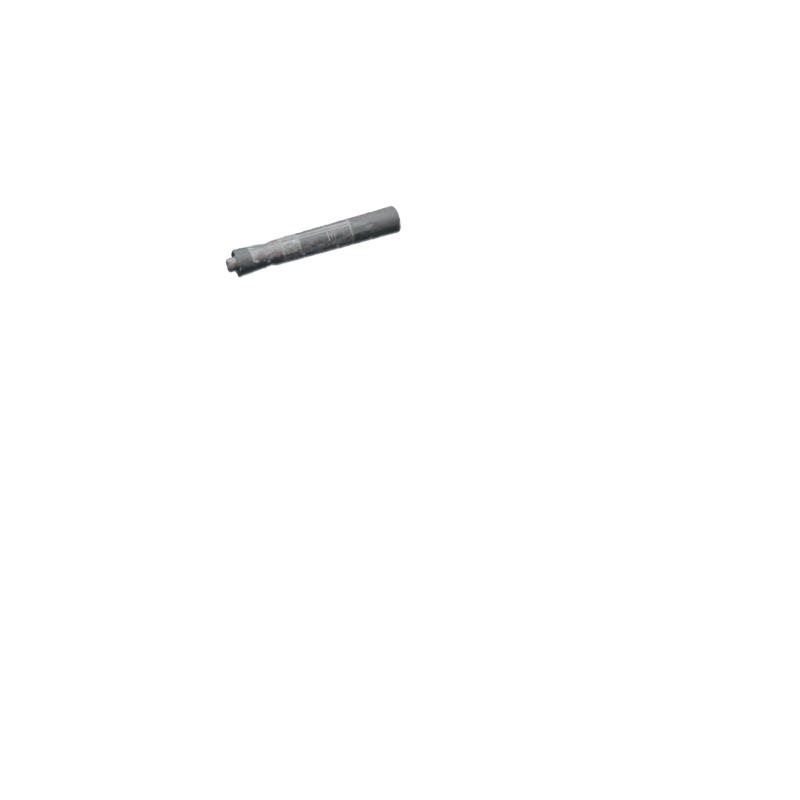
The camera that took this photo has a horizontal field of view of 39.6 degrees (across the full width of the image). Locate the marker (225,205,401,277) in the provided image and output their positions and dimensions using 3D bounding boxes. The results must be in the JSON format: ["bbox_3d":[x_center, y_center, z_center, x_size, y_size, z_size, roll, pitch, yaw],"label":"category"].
[{"bbox_3d":[-0.058,-0.106,0.741,0.120,0.019,0.020,-18,9,-15],"label":"marker"}]
